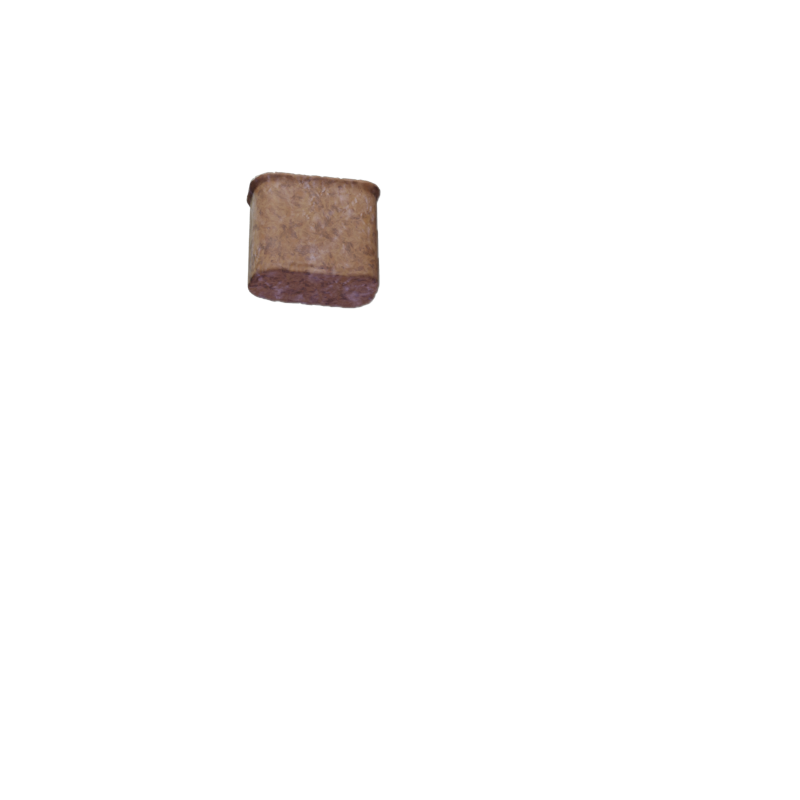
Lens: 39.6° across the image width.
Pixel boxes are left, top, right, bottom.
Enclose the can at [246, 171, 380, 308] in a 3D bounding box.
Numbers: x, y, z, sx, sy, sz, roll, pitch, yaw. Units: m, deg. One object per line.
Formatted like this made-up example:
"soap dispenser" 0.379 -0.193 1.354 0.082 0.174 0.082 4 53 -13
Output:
"can" -0.066 -0.120 0.839 0.100 0.089 0.055 4 -27 -10
